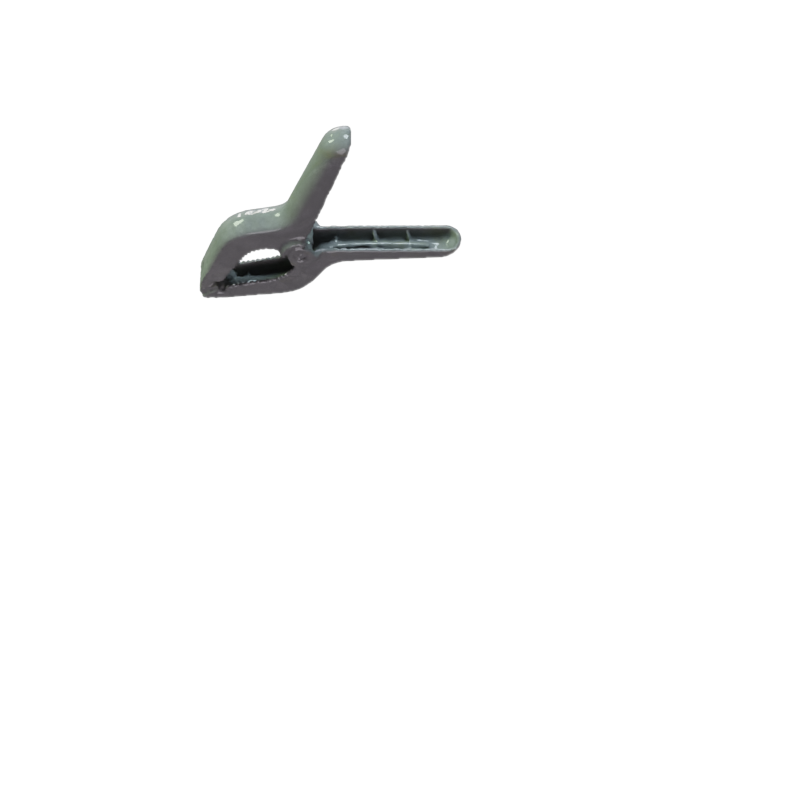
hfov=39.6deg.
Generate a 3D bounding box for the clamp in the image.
[{"bbox_3d":[-0.068,-0.125,0.875,0.210,0.039,0.153,-25,-40,34],"label":"clamp"}]
